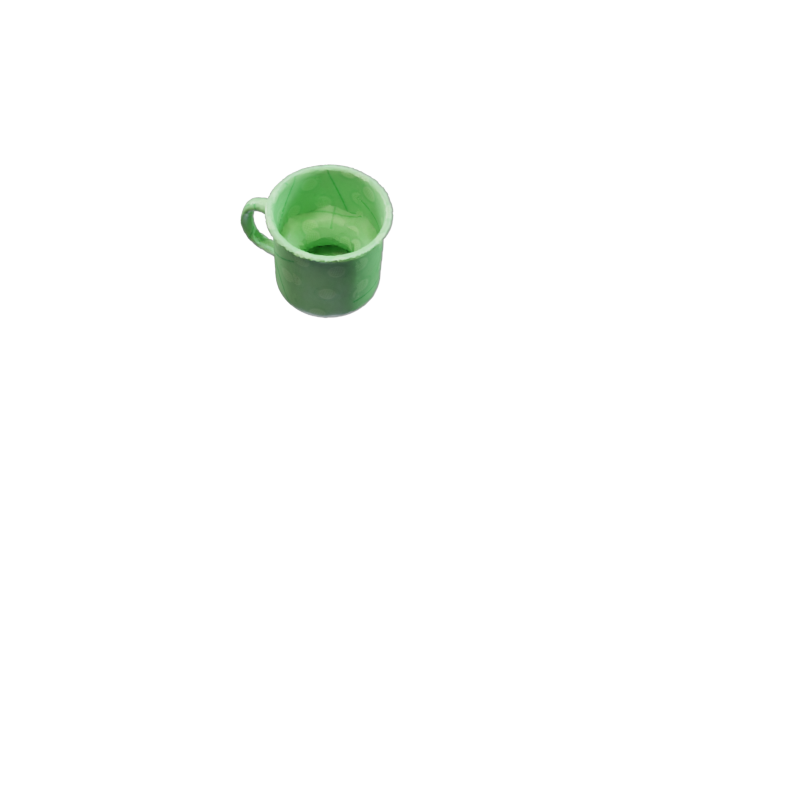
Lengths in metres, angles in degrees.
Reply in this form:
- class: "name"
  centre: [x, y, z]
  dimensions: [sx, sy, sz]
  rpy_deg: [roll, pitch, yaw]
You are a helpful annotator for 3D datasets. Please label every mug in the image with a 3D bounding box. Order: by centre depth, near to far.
- class: "mug"
  centre: [-0.065, -0.119, 0.833]
  dimensions: [0.120, 0.098, 0.076]
  rpy_deg: [16, -34, 10]
